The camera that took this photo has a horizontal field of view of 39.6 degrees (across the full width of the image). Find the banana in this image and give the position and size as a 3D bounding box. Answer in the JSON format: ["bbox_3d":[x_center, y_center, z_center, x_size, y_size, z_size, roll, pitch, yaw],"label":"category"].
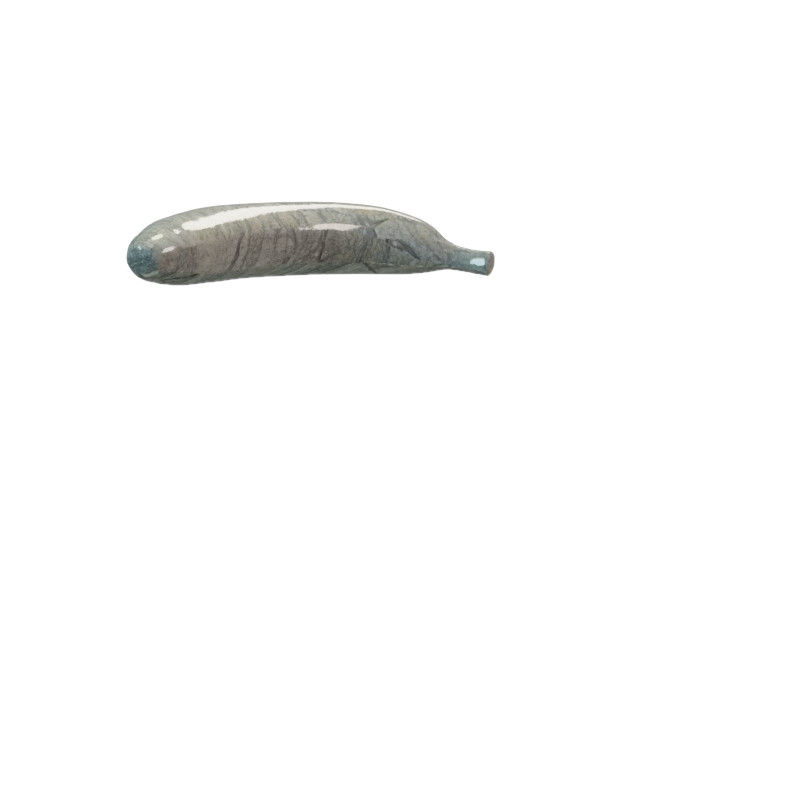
[{"bbox_3d":[-0.048,-0.075,0.521,0.191,0.036,0.073,-7,11,-36],"label":"banana"}]
